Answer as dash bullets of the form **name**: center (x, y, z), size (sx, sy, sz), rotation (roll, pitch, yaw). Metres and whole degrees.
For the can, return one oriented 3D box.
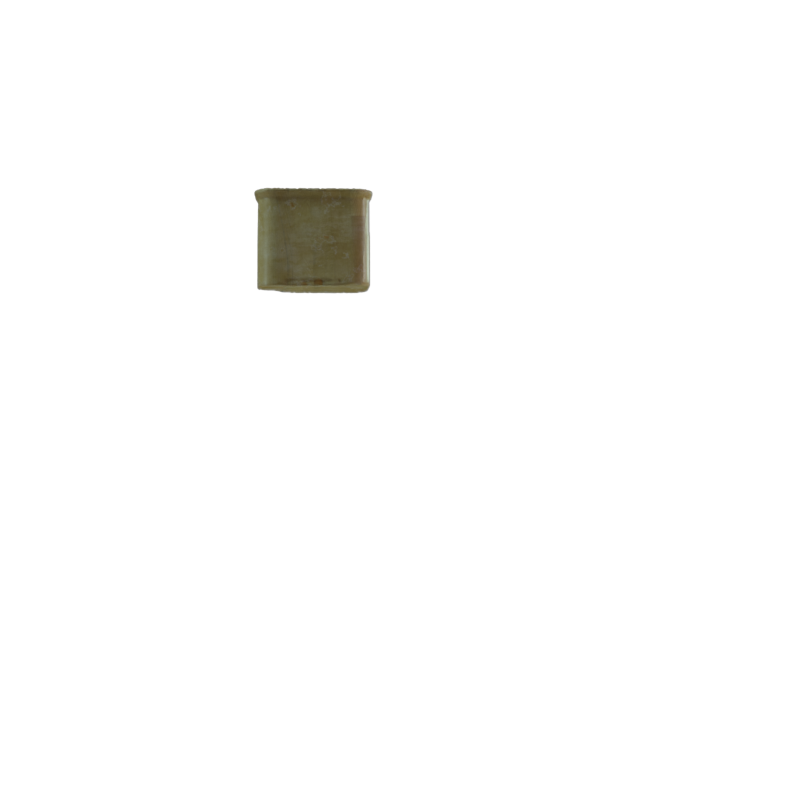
- **can**: center (-0.075, -0.136, 0.954), size (0.102, 0.085, 0.057), rotation (0, -7, -2)
